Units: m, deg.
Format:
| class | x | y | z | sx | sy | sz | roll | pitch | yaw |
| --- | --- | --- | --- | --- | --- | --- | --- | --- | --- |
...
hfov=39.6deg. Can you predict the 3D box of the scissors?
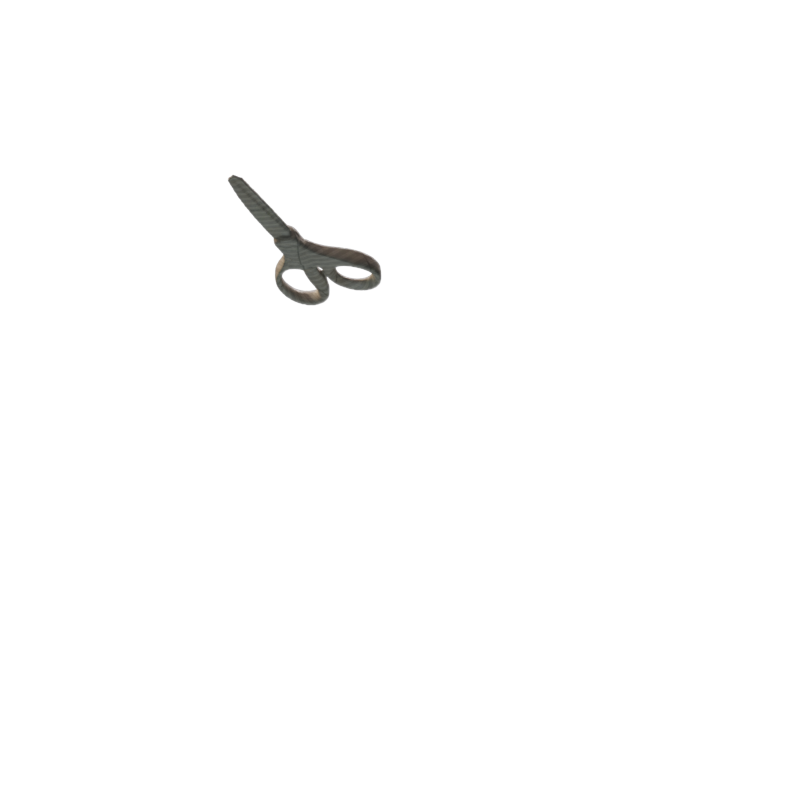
| class | x | y | z | sx | sy | sz | roll | pitch | yaw |
| --- | --- | --- | --- | --- | --- | --- | --- | --- | --- |
| scissors | -0.067 | -0.122 | 0.853 | 0.097 | 0.017 | 0.190 | -1 | -22 | 4 |
